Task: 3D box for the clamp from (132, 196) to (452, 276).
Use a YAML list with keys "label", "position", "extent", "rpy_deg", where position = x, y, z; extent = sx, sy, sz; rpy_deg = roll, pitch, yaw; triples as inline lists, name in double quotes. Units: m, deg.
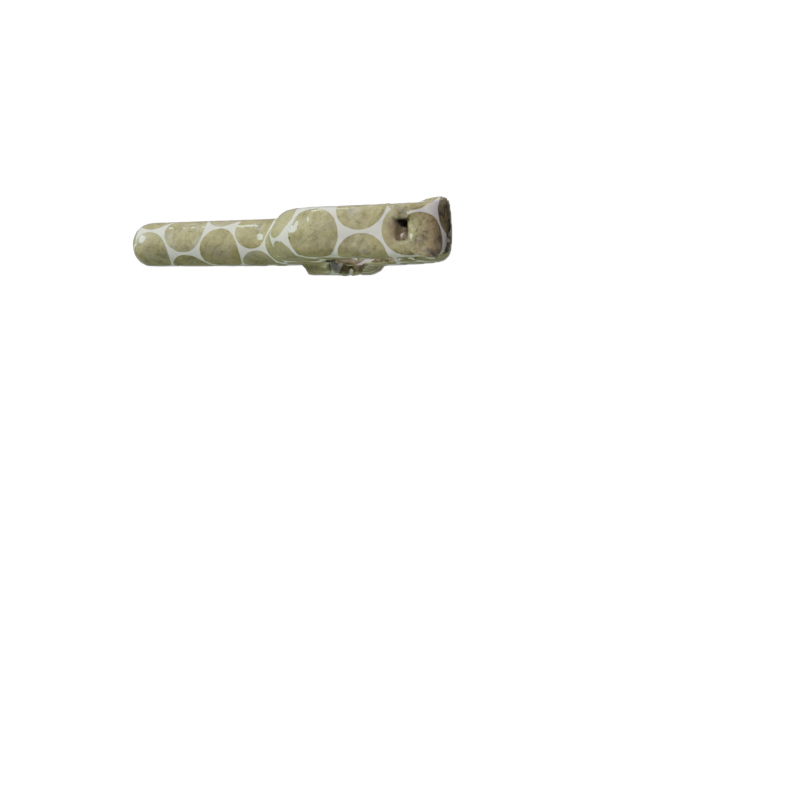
- label: "clamp"
  position: [-0.047, -0.085, 0.595]
  extent: [0.160, 0.036, 0.216]
  rpy_deg: [-2, 4, -23]
